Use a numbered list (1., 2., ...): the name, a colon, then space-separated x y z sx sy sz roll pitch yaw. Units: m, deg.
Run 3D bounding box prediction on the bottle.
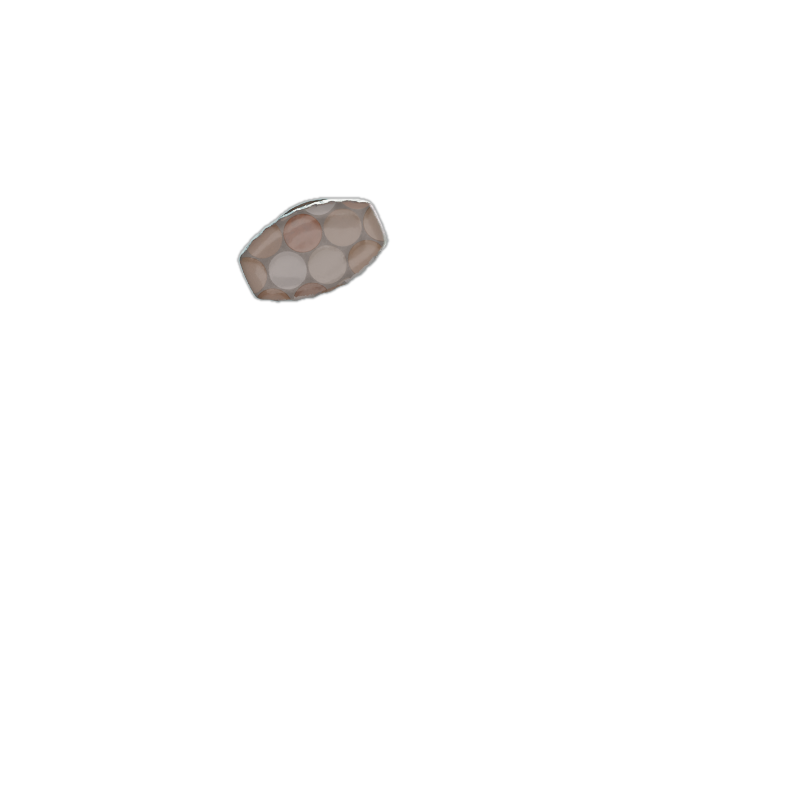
1. bottle: -0.063 -0.114 0.801 0.096 0.057 0.196 -25 12 1
